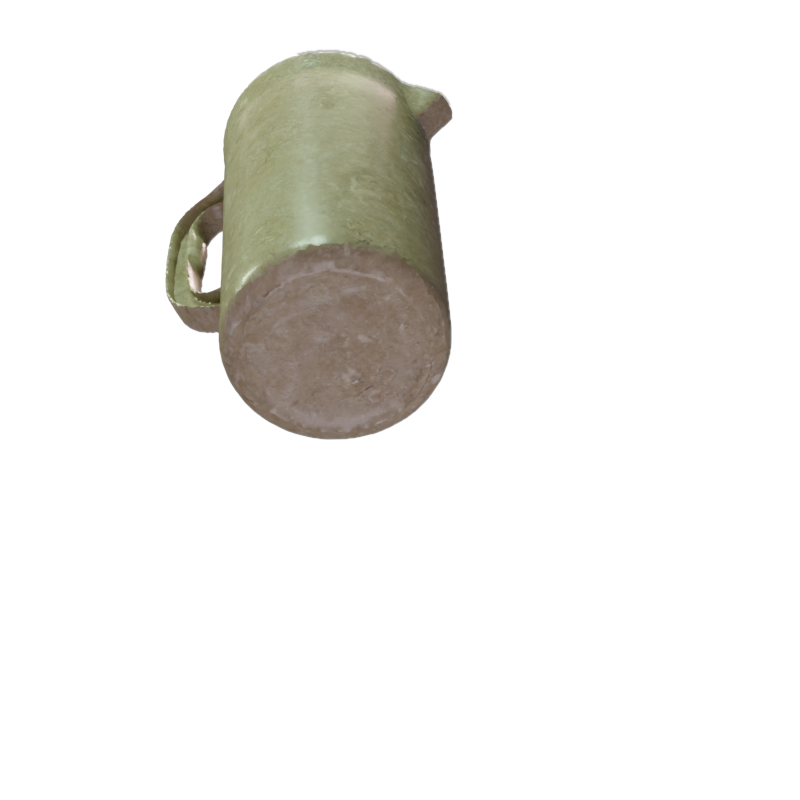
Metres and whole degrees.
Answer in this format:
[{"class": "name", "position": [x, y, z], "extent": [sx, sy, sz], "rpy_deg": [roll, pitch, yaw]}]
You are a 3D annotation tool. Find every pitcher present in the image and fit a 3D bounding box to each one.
[{"class": "pitcher", "position": [-0.048, -0.087, 0.610], "extent": [0.142, 0.143, 0.259], "rpy_deg": [16, 30, -13]}]
